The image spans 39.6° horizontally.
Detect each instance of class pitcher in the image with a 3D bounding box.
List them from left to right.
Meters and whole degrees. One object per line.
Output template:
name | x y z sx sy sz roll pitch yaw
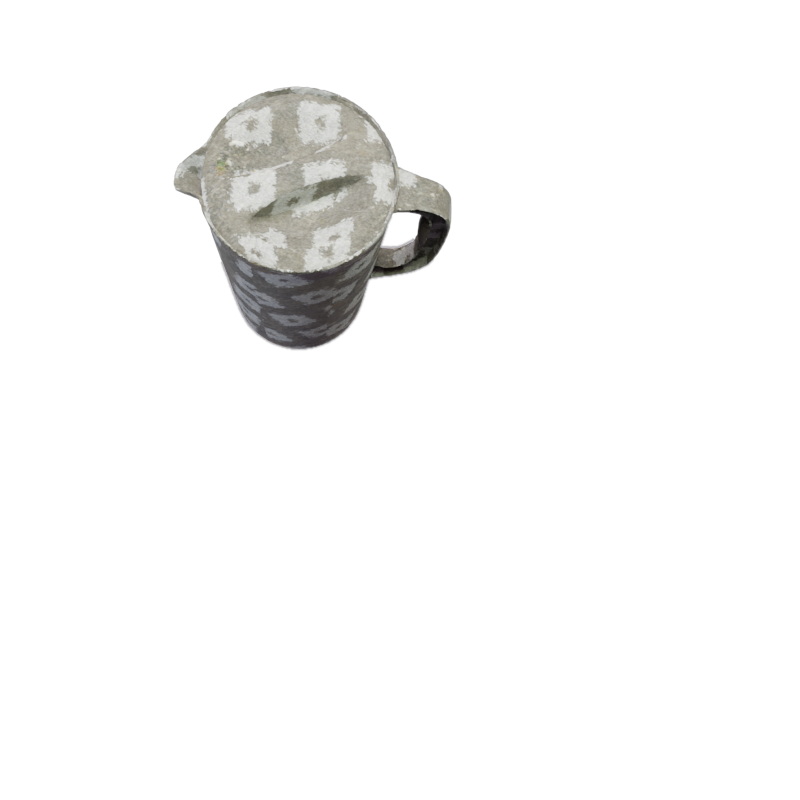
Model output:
pitcher | -0.065 -0.118 0.829 0.146 0.154 0.234 -40 -10 -12
